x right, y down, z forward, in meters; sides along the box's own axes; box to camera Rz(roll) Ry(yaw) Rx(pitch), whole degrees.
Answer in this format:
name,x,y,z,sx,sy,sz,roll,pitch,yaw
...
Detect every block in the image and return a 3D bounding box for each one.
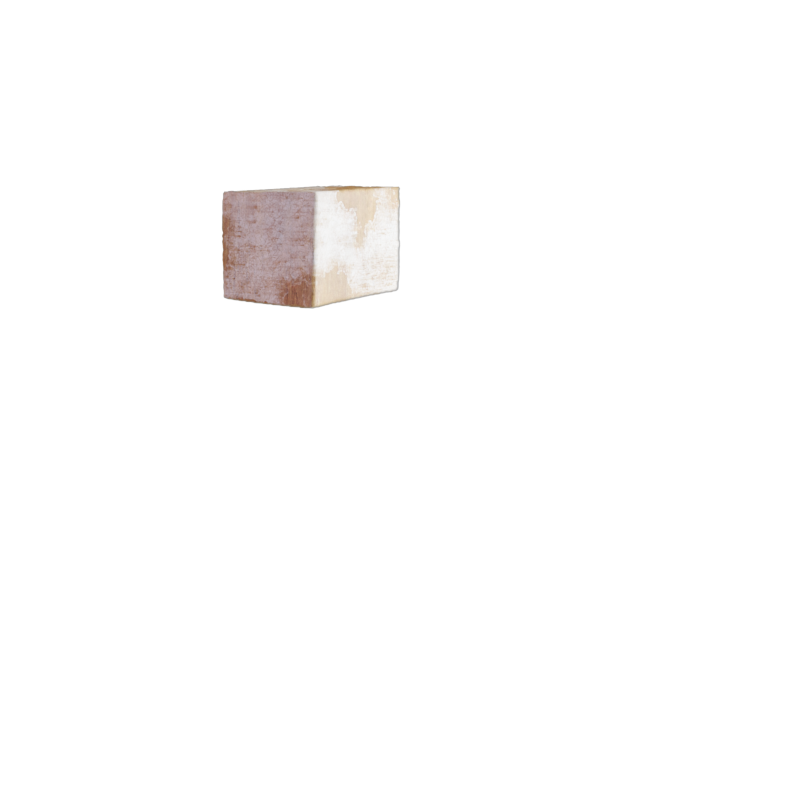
name,x,y,z,sx,sy,sz,roll,pitch,yaw
block,-0.041,-0.075,0.523,0.055,0.050,0.076,6,12,30
